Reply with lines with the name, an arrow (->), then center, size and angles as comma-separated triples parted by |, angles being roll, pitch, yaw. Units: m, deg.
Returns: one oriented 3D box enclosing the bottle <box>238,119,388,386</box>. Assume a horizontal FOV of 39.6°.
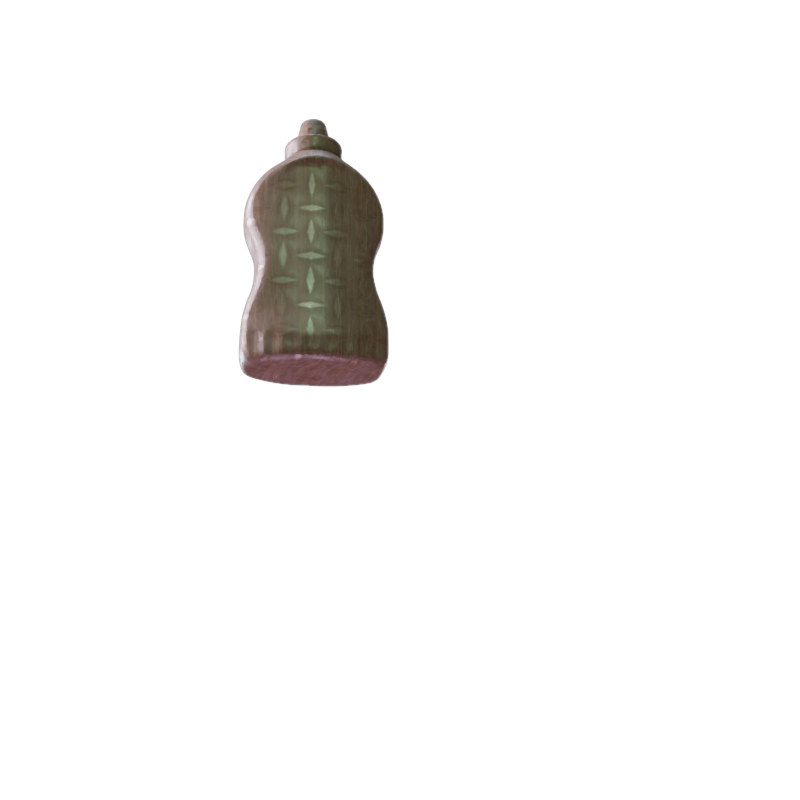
bottle -> -0.059, -0.108, 0.755 | 0.095, 0.203, 0.056 | 1, -26, -7
